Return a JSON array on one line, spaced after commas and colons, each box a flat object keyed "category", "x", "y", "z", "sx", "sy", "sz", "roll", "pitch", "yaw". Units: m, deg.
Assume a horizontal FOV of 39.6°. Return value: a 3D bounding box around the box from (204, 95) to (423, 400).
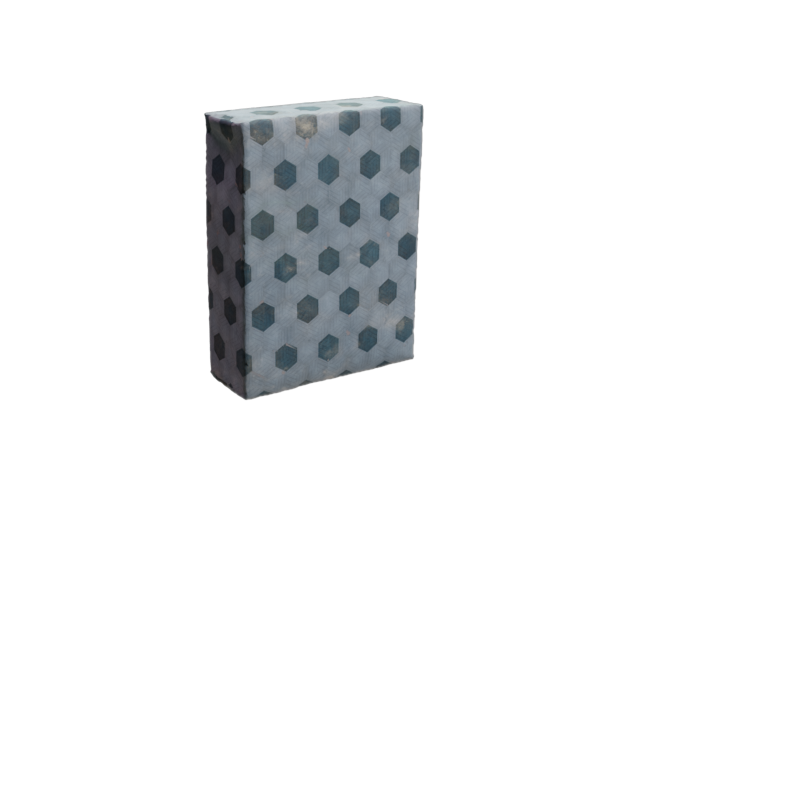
[{"category": "box", "x": -0.068, "y": -0.124, "z": 0.870, "sx": 0.160, "sy": 0.206, "sz": 0.076, "roll": -12, "pitch": 21, "yaw": -33}]
